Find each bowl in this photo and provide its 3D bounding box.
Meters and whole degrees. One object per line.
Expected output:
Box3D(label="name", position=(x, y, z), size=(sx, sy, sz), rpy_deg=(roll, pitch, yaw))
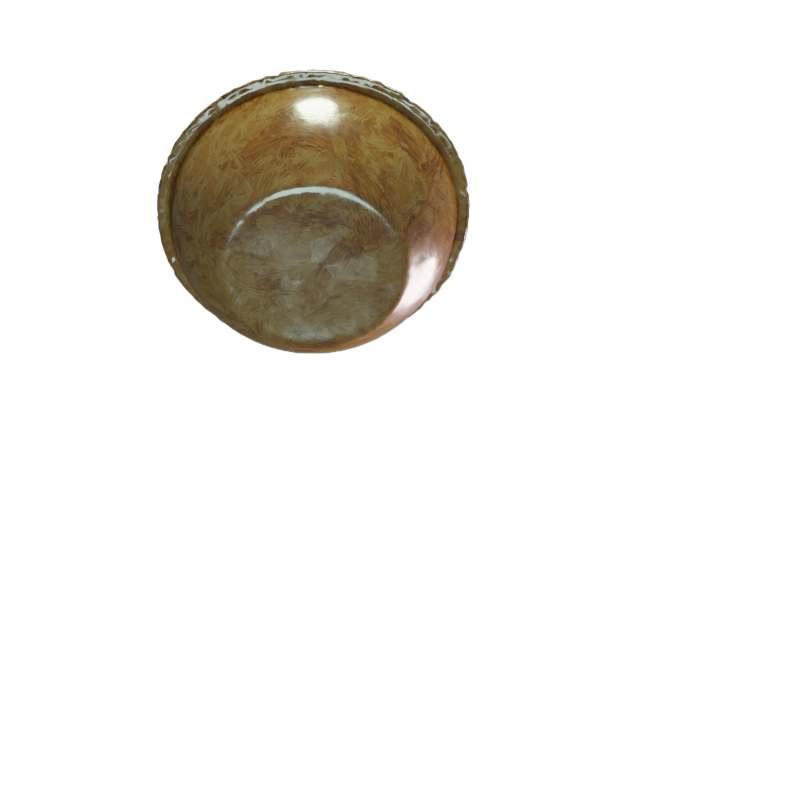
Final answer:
Box3D(label="bowl", position=(-0.043, -0.079, 0.550), size=(0.162, 0.152, 0.059), rpy_deg=(1, 33, -1))
